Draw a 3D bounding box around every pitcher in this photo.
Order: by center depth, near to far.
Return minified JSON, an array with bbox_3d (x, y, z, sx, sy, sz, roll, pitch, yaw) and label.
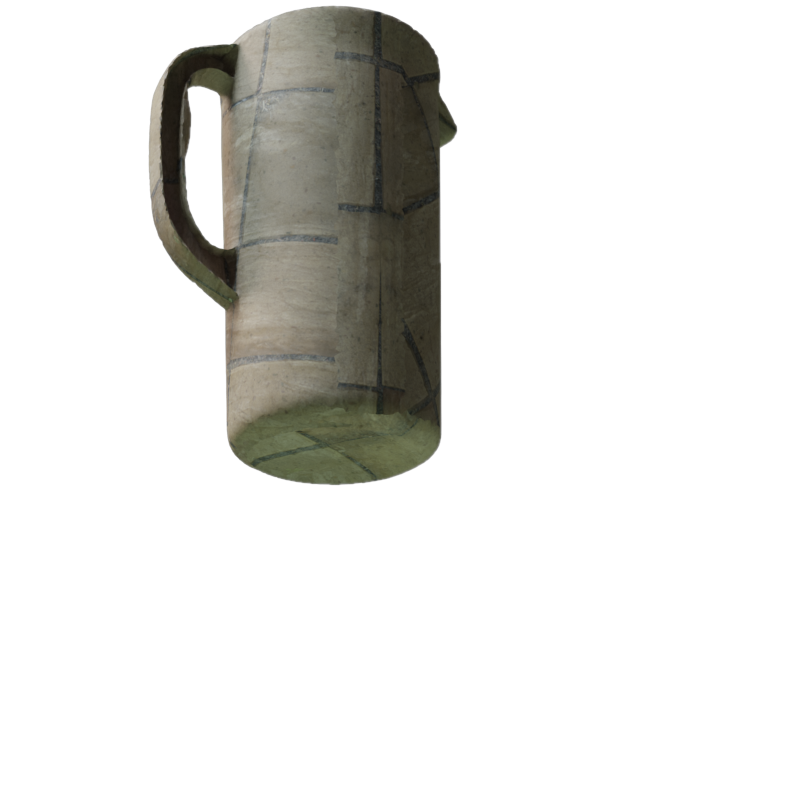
[{"bbox_3d":[-0.048,-0.087,0.607,0.151,0.258,0.134,-10,-28,15],"label":"pitcher"}]
